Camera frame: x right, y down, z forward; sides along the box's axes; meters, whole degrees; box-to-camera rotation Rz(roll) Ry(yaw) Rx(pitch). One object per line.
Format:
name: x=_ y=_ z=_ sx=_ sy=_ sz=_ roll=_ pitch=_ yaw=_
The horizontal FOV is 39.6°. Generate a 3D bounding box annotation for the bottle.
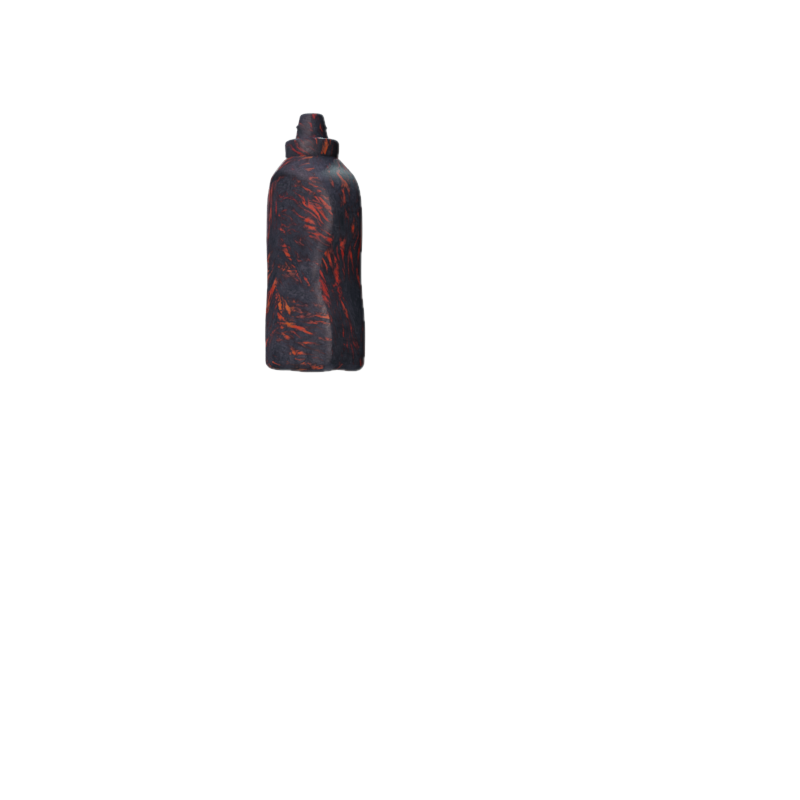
bottle: x=-0.065 y=-0.118 z=0.828 sx=0.056 sy=0.193 sz=0.099 roll=2 pitch=-3 yaw=-32
